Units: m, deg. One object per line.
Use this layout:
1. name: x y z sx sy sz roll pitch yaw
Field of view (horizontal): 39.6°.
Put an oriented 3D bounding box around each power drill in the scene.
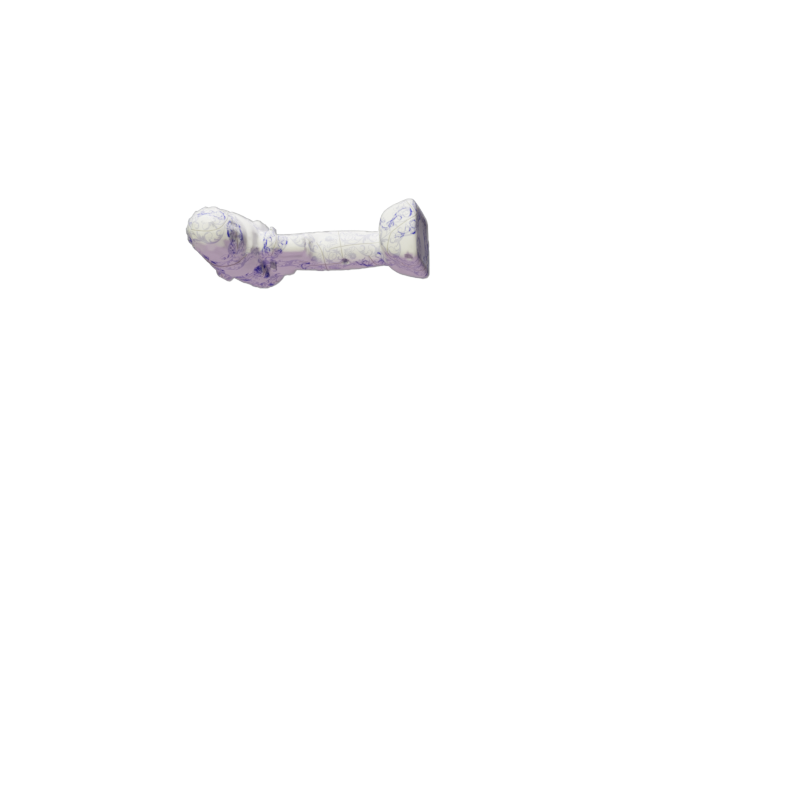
1. power drill: -0.074 -0.135 0.947 0.191 0.058 0.179 -1 -3 12
